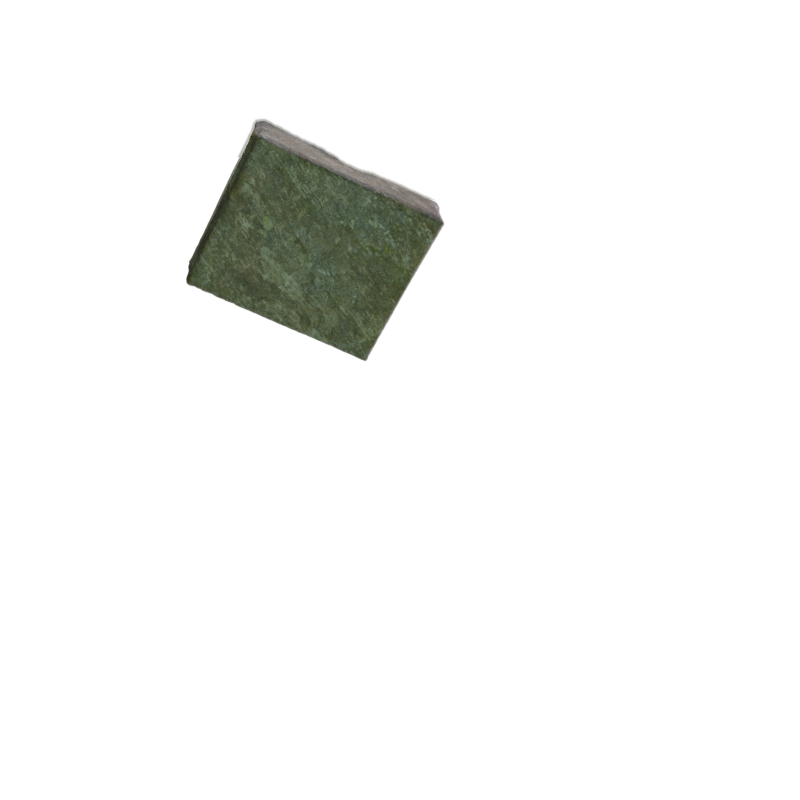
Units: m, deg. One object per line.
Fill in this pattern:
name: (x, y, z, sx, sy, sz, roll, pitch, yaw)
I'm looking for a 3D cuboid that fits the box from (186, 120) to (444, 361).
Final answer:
box: (-0.038, -0.068, 0.478, 0.087, 0.071, 0.032, 24, 20, -10)
